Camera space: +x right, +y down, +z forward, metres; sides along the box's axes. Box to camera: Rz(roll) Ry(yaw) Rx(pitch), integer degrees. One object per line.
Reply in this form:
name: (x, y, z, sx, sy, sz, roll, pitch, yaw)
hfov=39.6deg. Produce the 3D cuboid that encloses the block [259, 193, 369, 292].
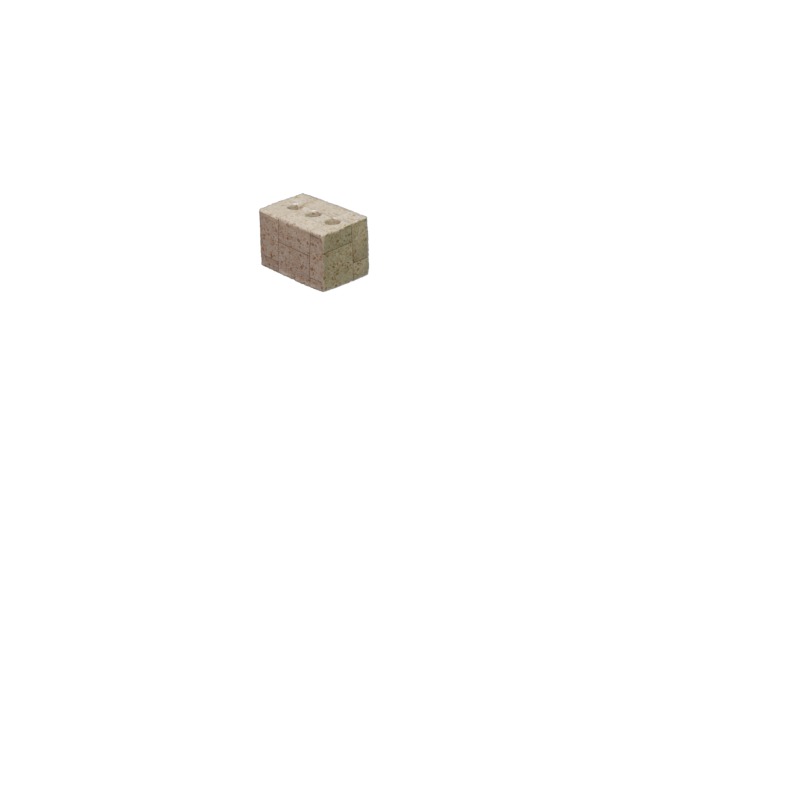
block: (-0.071, -0.129, 0.902, 0.083, 0.048, 0.052, 25, 36, 37)
